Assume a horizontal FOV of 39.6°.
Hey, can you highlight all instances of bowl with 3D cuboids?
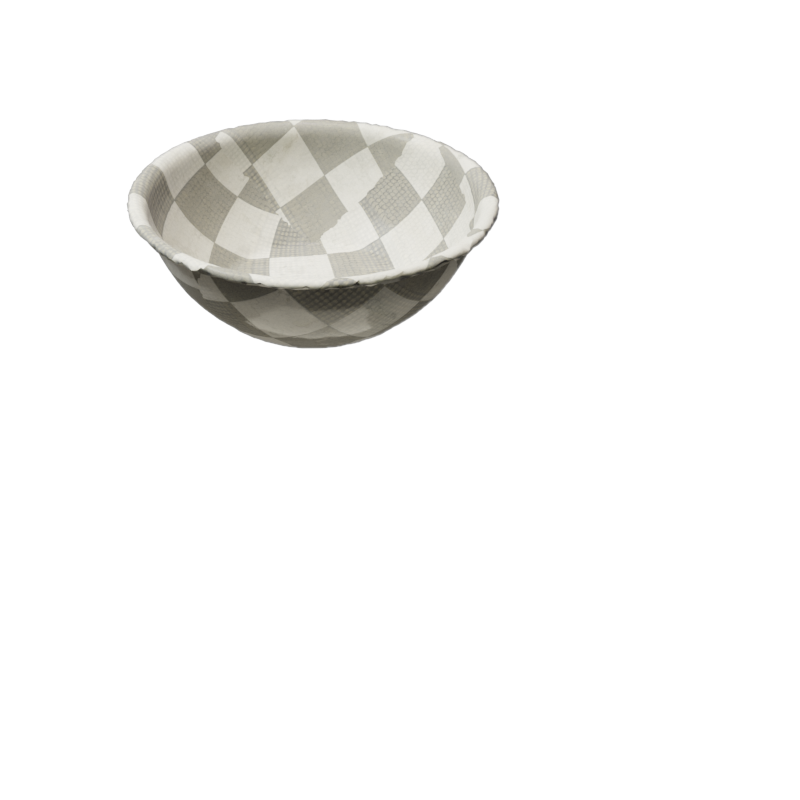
[{"bbox_3d":[-0.039,-0.071,0.498,0.162,0.052,0.173,-1,35,-2],"label":"bowl"}]
